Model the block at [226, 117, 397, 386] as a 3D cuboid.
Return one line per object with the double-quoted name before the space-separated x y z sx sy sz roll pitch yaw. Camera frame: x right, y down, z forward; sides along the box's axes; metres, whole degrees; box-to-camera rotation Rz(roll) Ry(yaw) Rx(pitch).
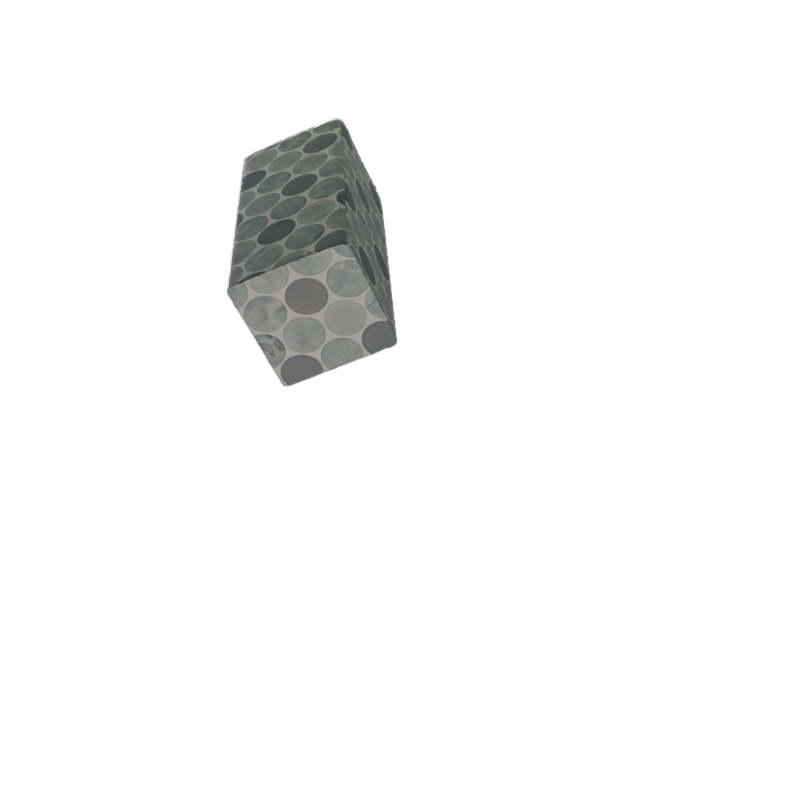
"block" -0.064 -0.119 0.829 0.090 0.085 0.220 -21 33 11
